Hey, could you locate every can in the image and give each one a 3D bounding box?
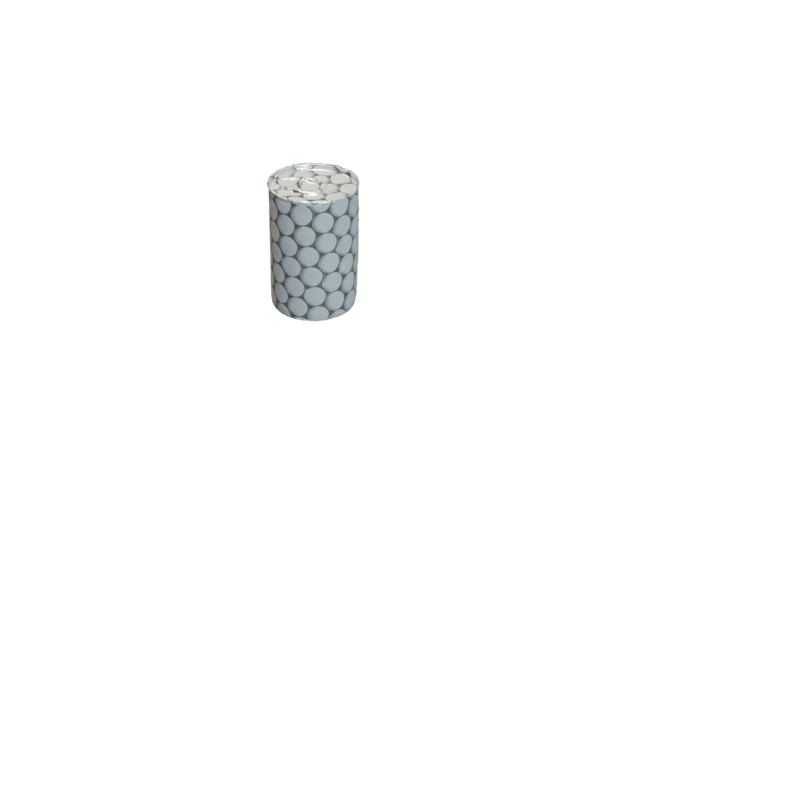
[{"bbox_3d":[-0.066,-0.120,0.839,0.068,0.096,0.073,0,32,-3],"label":"can"}]
